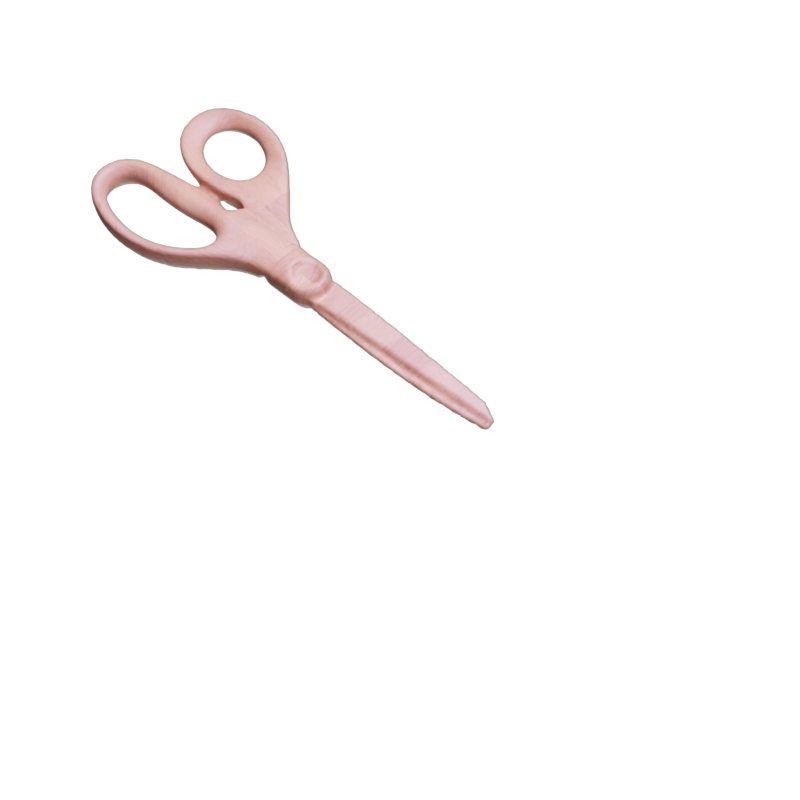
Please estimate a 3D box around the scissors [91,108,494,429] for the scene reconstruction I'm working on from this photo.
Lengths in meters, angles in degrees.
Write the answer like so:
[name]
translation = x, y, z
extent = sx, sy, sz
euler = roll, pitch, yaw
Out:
[scissors]
translation = -0.037, -0.068, 0.476
extent = 0.208, 0.099, 0.015
euler = 24, -30, 14
